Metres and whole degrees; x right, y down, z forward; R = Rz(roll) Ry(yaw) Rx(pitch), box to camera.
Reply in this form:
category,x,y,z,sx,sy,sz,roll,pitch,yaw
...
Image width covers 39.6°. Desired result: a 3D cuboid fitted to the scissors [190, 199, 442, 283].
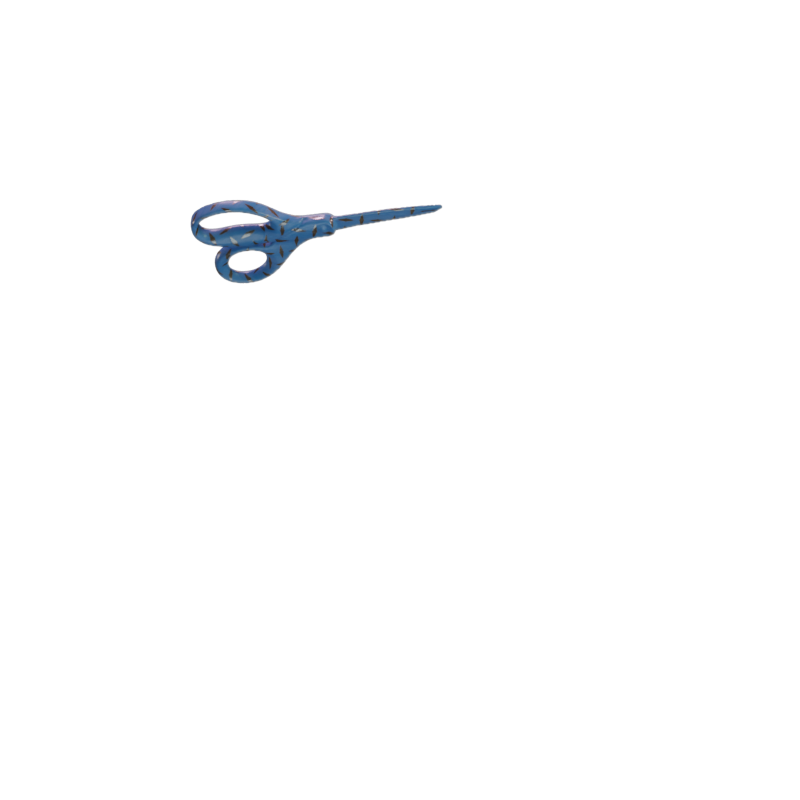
category,x,y,z,sx,sy,sz,roll,pitch,yaw
scissors,-0.072,-0.131,0.916,0.201,0.017,0.090,3,-41,-3
